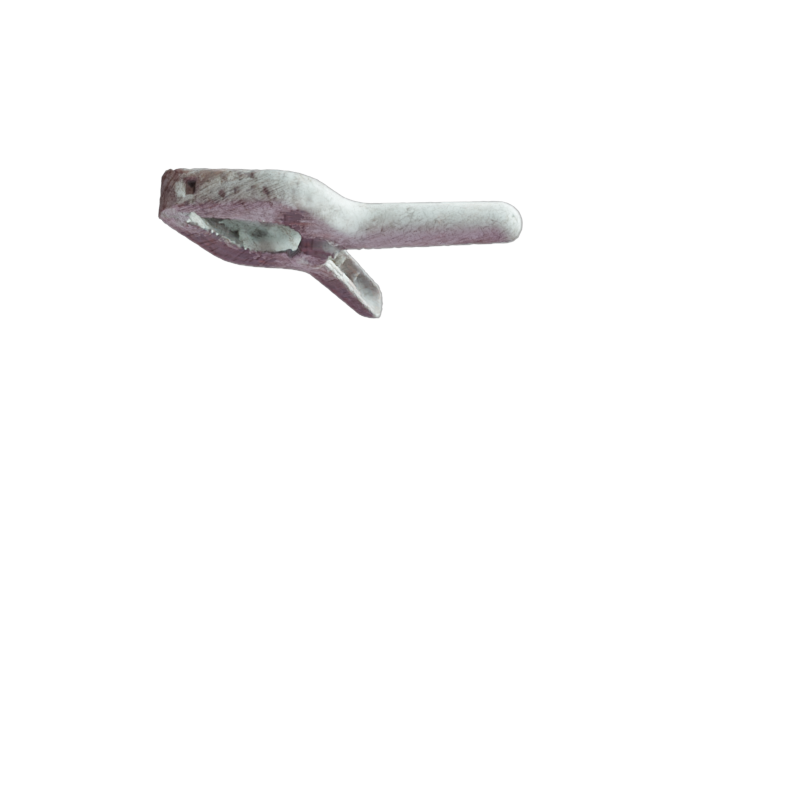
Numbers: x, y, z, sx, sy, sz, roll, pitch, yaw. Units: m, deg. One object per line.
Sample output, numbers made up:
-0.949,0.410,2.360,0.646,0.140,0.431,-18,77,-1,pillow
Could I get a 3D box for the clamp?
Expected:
-0.054,-0.099,0.691,0.203,0.038,0.162,9,-22,-23,clamp
